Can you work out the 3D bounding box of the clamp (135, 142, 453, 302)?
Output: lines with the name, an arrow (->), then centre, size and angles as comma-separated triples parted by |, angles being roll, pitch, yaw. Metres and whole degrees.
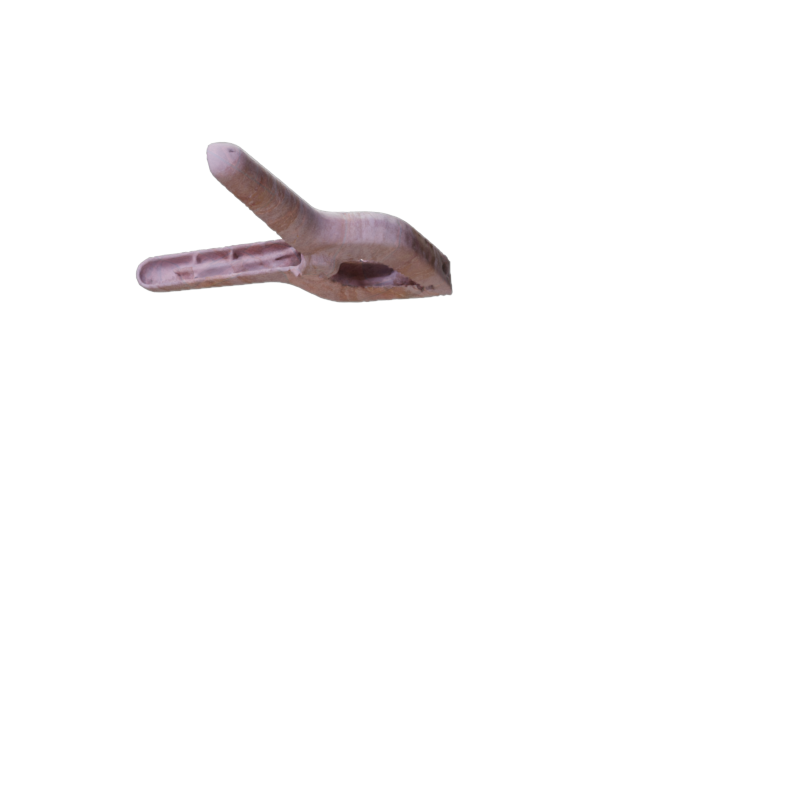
clamp -> -0.057, -0.103, 0.724 | 0.205, 0.039, 0.159 | 7, -25, -16
